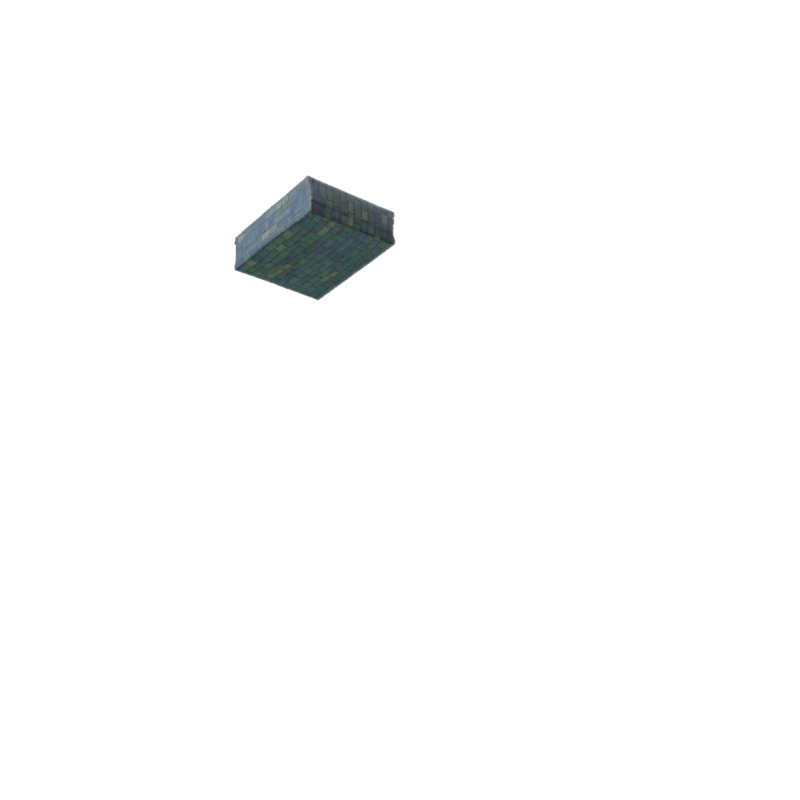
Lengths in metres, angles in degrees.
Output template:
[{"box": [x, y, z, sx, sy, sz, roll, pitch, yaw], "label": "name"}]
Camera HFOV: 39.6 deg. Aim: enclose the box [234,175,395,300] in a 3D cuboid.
[{"box": [-0.073, -0.133, 0.928, 0.085, 0.041, 0.113, 19, -32, -34], "label": "box"}]
